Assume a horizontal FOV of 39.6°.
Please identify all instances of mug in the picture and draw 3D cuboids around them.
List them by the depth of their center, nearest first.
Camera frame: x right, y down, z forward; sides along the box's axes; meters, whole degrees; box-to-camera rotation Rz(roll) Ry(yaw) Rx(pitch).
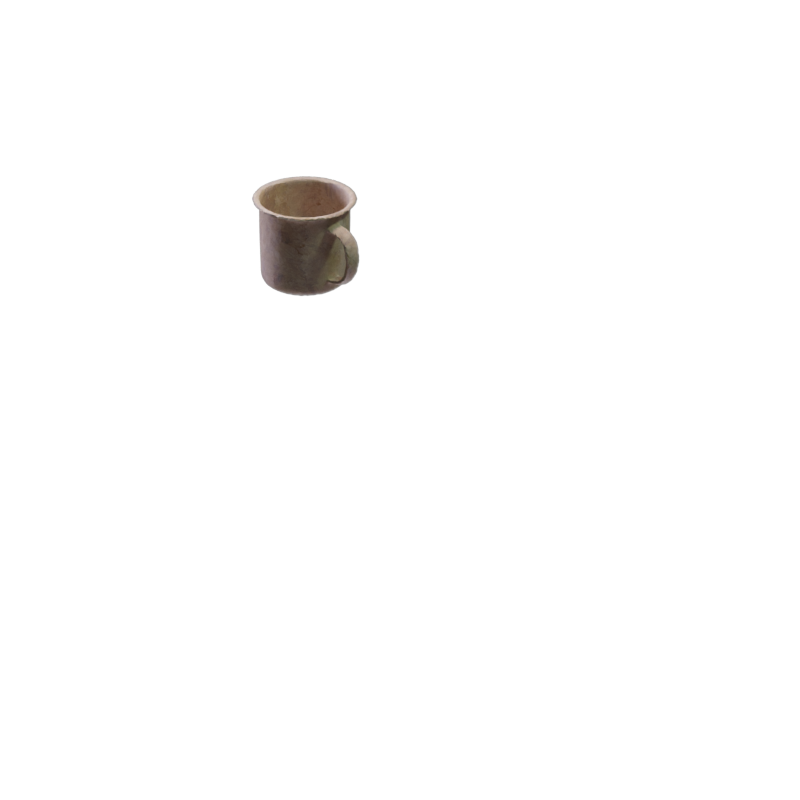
[{"bbox_3d":[-0.078,-0.142,0.996,0.092,0.077,0.125,-25,40,-36],"label":"mug"}]
